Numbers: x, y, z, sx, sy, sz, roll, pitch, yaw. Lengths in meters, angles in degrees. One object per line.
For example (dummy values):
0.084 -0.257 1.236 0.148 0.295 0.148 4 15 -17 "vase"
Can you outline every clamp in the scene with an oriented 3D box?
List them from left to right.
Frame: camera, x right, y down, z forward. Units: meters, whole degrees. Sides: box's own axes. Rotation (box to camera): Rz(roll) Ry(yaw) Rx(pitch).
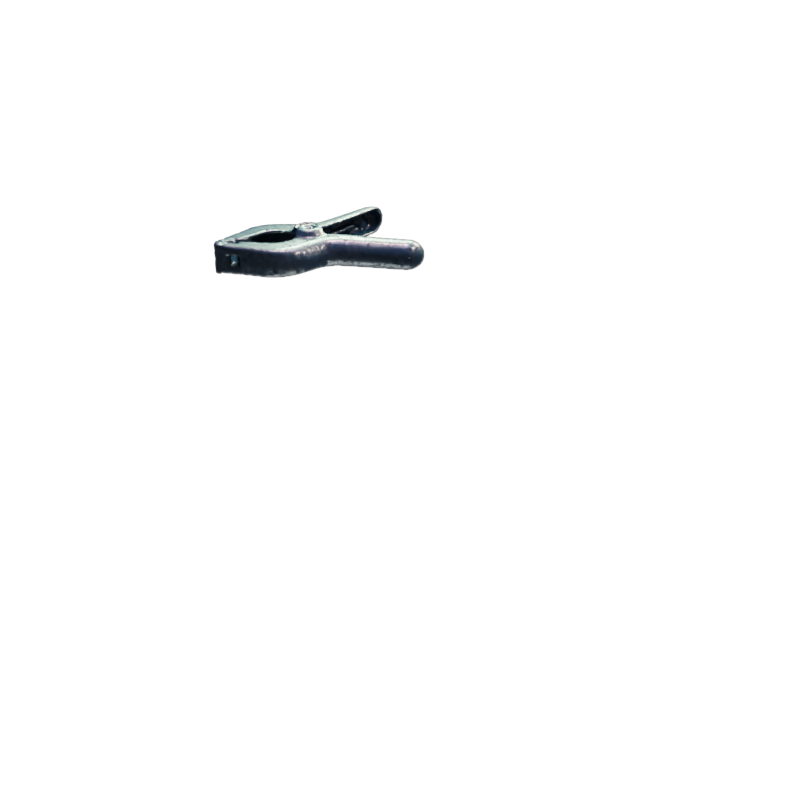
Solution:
-0.074 -0.136 0.950 0.170 0.038 0.126 -3 20 -8 "clamp"
